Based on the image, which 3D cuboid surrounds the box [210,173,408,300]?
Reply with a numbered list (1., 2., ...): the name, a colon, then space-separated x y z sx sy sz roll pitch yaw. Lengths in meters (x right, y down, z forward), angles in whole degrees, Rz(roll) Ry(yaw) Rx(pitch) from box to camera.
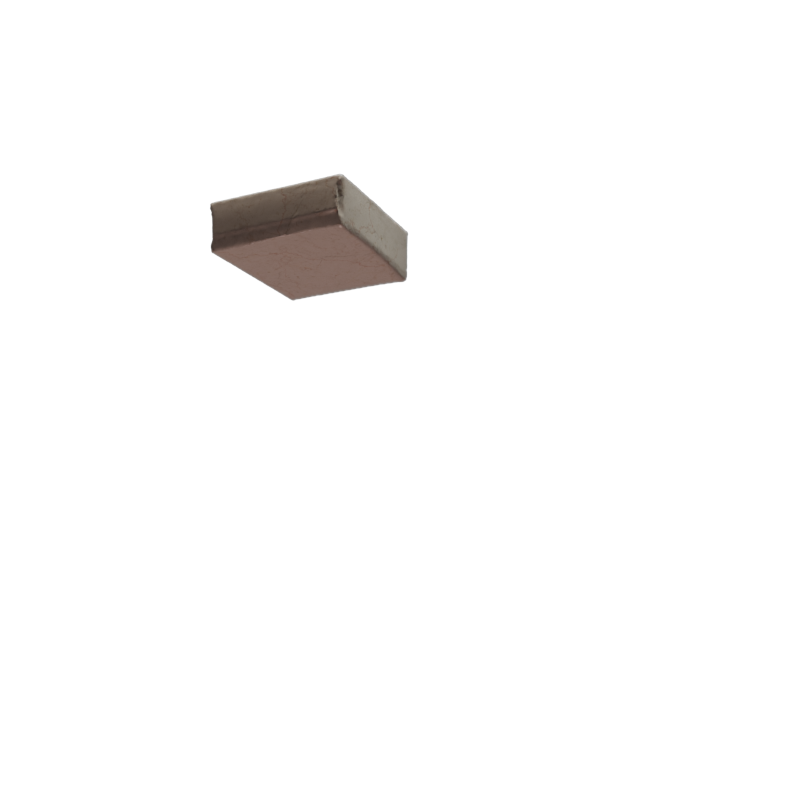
1. box: -0.055 -0.101 0.704 0.092 0.041 0.106 -7 -17 22
